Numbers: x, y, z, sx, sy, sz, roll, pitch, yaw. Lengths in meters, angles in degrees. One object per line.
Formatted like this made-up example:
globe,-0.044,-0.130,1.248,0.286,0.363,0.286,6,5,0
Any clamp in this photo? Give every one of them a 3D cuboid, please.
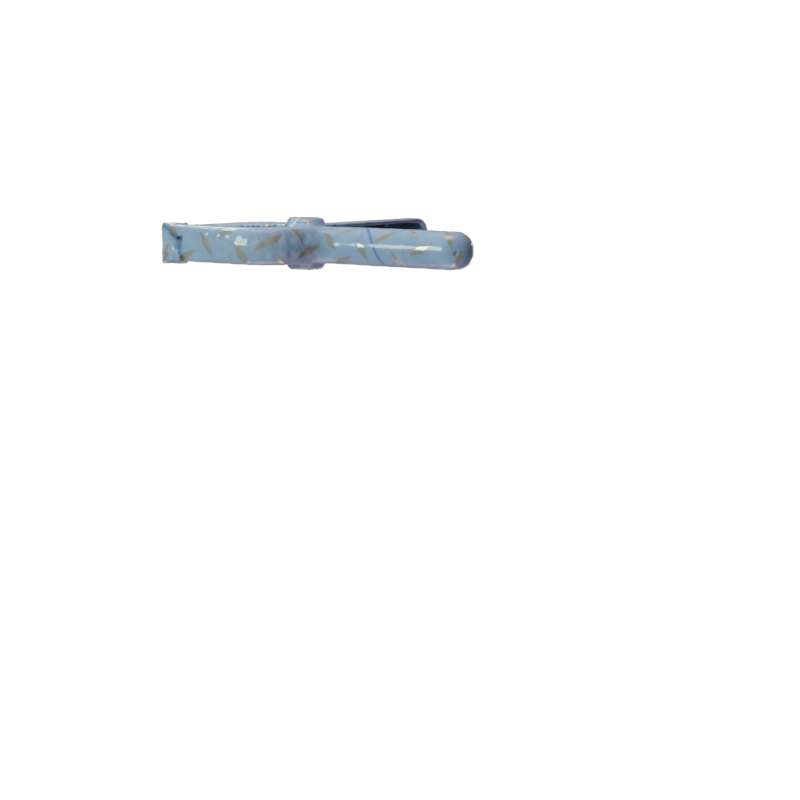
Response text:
clamp,-0.062,-0.113,0.790,0.210,0.036,0.168,0,11,0
